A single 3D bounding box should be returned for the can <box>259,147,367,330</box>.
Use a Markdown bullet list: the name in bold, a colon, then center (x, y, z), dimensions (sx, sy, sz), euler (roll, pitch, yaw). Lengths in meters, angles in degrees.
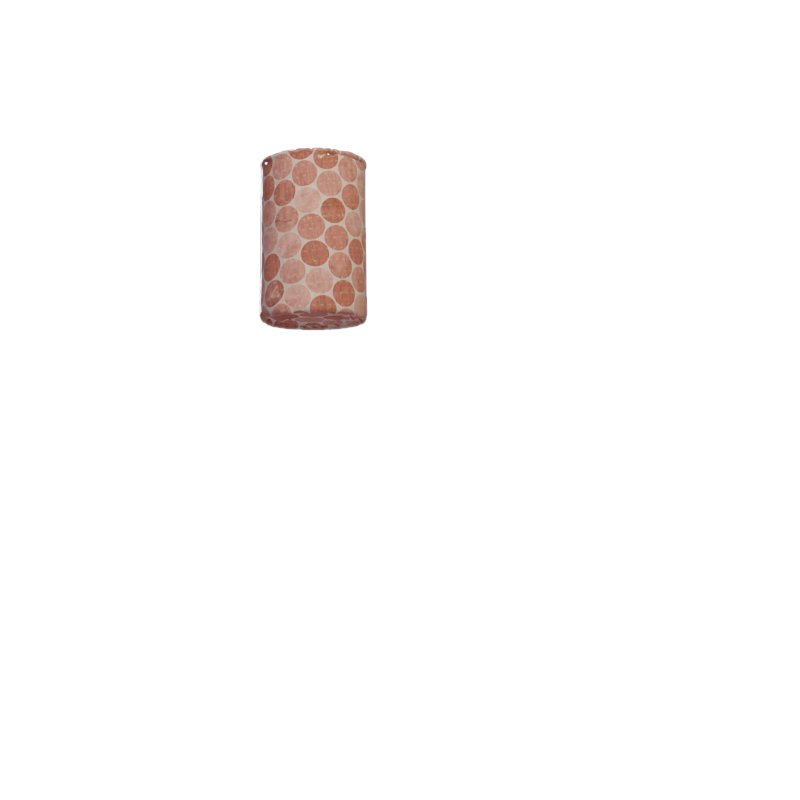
- **can**: center (-0.054, -0.099, 0.695), dimensions (0.068, 0.105, 0.067), euler (0, -12, -2)
